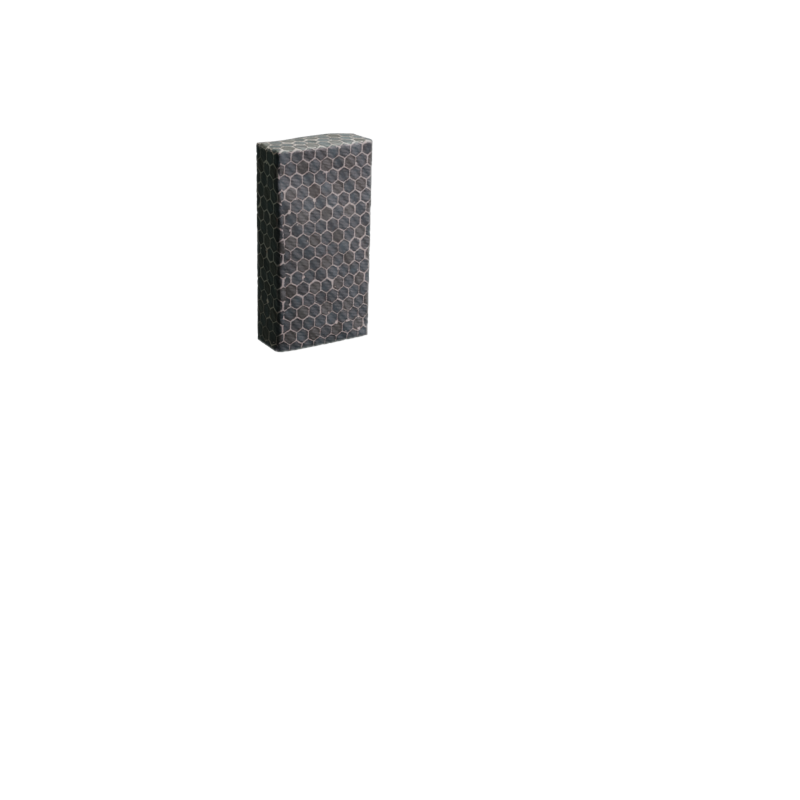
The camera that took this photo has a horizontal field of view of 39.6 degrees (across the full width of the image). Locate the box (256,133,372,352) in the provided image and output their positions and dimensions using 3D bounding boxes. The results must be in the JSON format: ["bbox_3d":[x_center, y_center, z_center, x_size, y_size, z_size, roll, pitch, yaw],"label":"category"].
[{"bbox_3d":[-0.073,-0.134,0.936,0.091,0.170,0.051,-10,20,-31],"label":"box"}]
